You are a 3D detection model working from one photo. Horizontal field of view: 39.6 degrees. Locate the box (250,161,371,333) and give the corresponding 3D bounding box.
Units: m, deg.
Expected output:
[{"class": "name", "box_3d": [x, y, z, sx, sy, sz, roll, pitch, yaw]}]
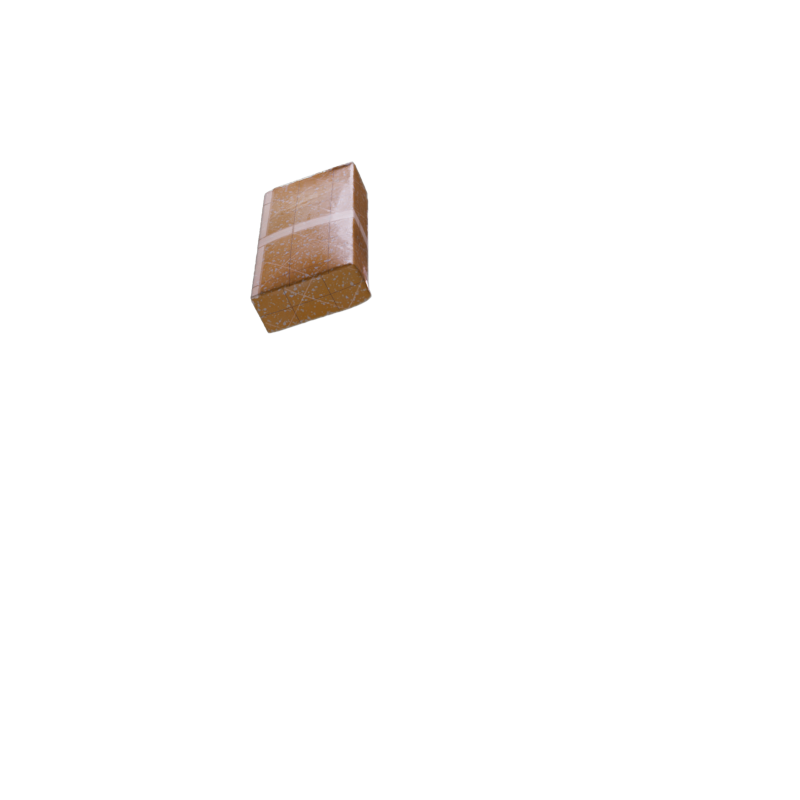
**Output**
[{"class": "box", "box_3d": [-0.075, -0.137, 0.960, 0.094, 0.044, 0.189, -18, 38, 11]}]
